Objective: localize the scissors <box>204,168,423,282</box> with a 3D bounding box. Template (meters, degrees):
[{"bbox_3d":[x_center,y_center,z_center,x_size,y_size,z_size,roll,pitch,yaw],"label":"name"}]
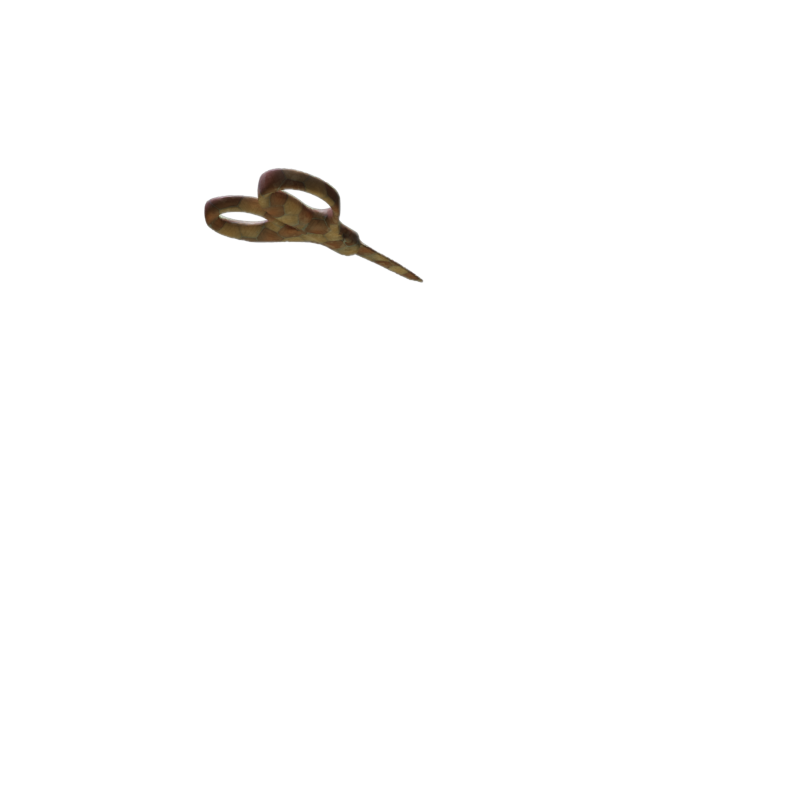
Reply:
[{"bbox_3d":[-0.058,-0.106,0.741,0.098,0.016,0.189,-5,-16,18],"label":"scissors"}]
